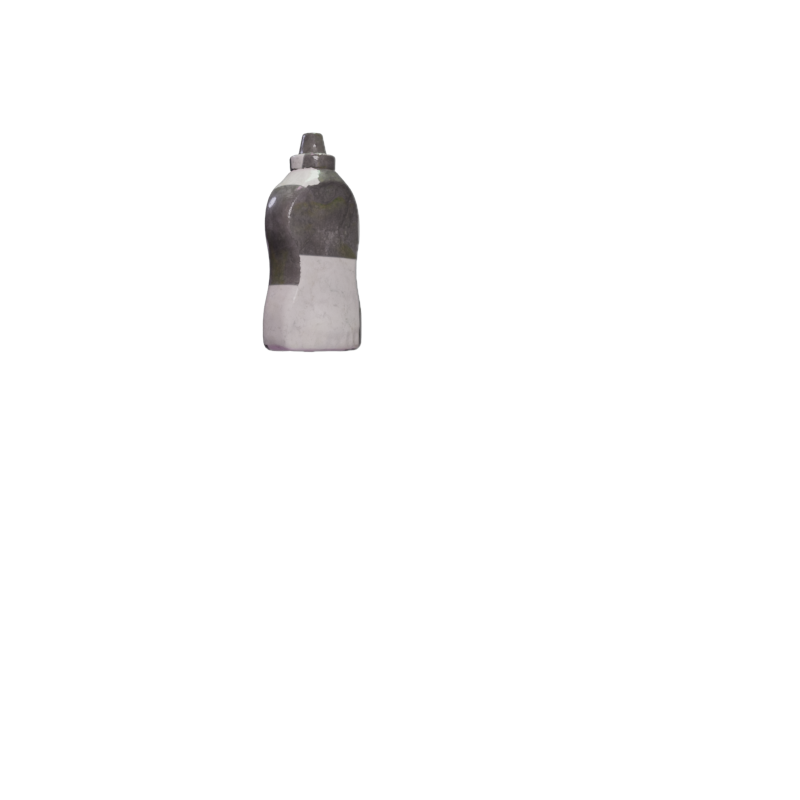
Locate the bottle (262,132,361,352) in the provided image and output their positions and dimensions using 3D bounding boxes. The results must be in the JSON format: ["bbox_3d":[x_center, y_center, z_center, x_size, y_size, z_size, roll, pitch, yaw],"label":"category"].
[{"bbox_3d":[-0.077,-0.139,0.975,0.092,0.194,0.060,2,-5,-44],"label":"bottle"}]
